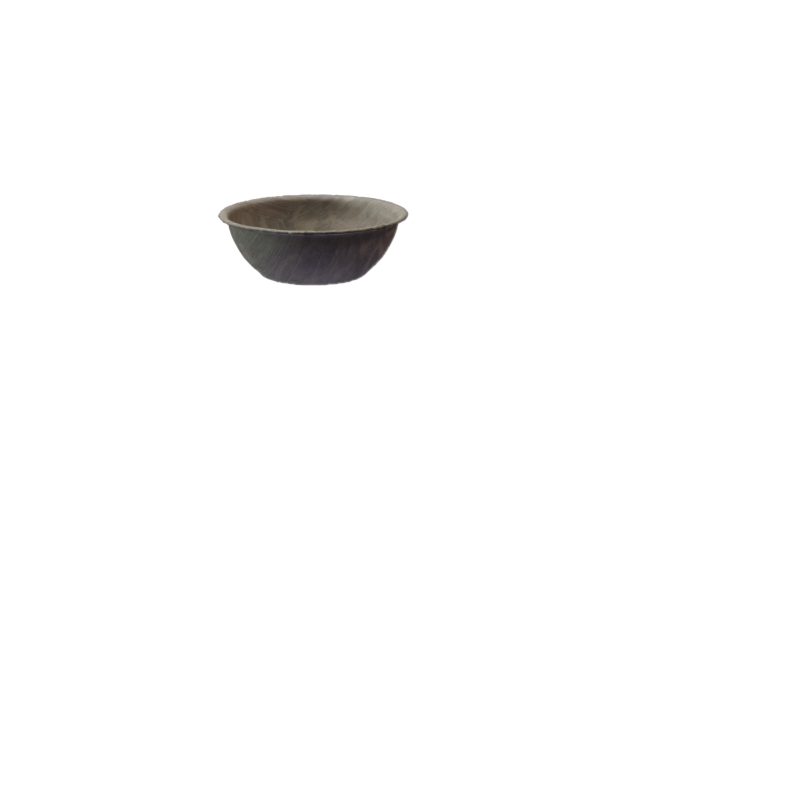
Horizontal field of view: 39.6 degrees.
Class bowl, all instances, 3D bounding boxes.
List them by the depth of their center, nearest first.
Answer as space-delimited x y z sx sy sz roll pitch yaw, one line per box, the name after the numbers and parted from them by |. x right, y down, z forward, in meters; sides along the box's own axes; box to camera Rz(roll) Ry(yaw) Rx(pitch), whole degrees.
-0.074 -0.136 0.951 0.162 0.053 0.169 -1 20 -2 | bowl
